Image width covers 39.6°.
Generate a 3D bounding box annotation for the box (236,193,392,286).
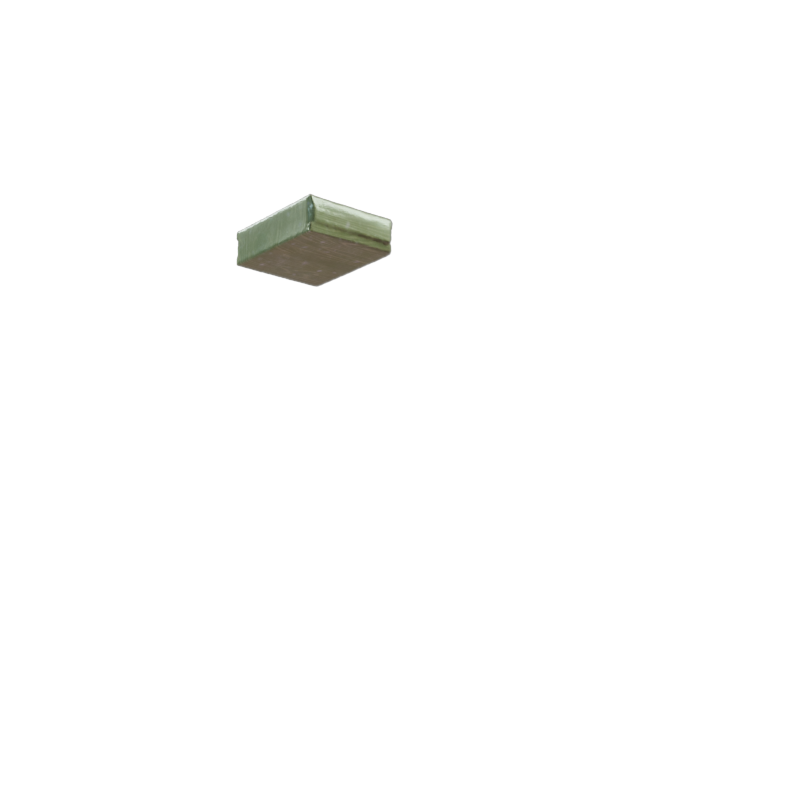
[{"bbox_3d":[-0.061,-0.111,0.778,0.069,0.031,0.090,12,-20,-38],"label":"box"}]
